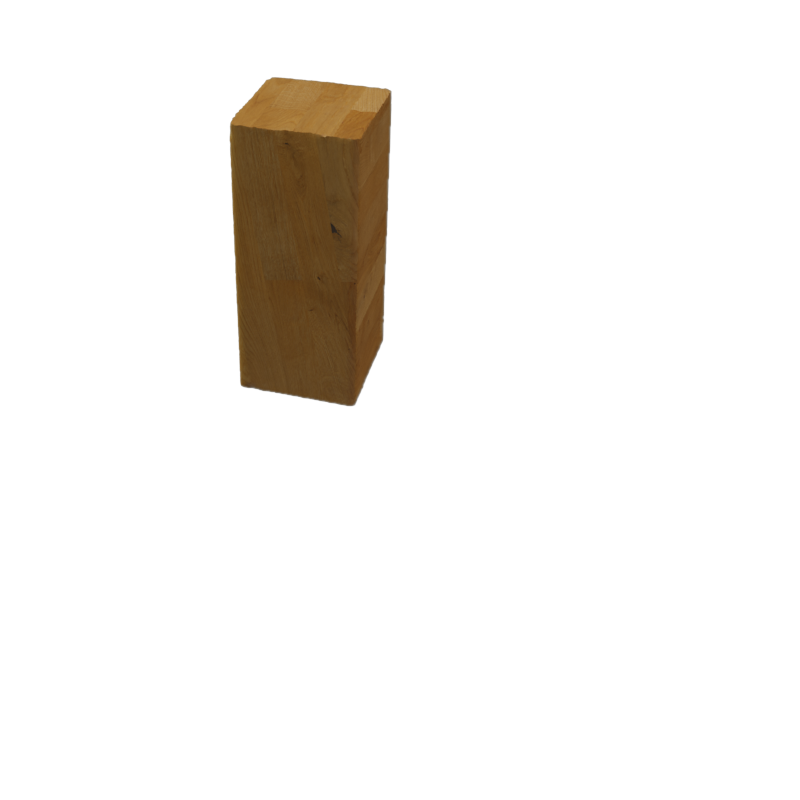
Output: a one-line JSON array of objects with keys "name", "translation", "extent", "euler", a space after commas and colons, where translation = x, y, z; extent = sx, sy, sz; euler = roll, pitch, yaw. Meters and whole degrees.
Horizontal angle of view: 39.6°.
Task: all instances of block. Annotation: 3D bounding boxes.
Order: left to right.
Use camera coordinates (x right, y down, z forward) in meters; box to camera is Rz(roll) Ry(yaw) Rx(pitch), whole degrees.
[{"name": "block", "translation": [-0.062, -0.111, 0.779], "extent": [0.092, 0.194, 0.095], "euler": [9, 33, 11]}]
